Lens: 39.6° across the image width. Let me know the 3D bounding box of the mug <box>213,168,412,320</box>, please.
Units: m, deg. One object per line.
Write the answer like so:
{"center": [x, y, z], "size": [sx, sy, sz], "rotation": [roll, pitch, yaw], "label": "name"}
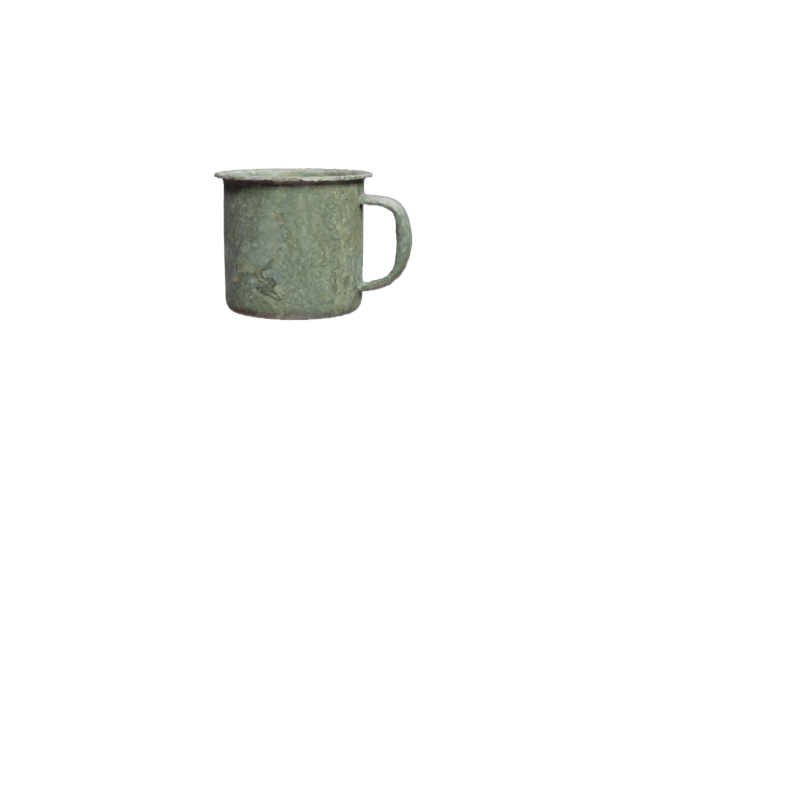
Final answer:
{"center": [-0.051, -0.093, 0.650], "size": [0.119, 0.080, 0.094], "rotation": [3, 12, 12], "label": "mug"}
